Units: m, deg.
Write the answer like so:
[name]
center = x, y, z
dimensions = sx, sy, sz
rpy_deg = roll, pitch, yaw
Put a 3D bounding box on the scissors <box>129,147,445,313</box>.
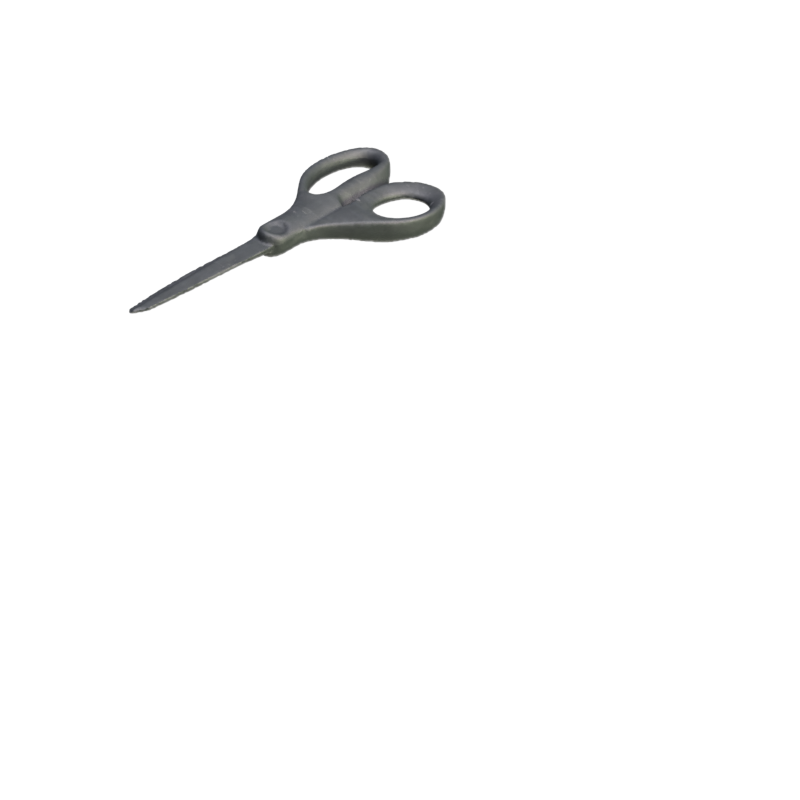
[scissors]
center = -0.047, -0.086, 0.599
dimensions = 0.100, 0.015, 0.207
rpy_deg = 17, 42, 20
